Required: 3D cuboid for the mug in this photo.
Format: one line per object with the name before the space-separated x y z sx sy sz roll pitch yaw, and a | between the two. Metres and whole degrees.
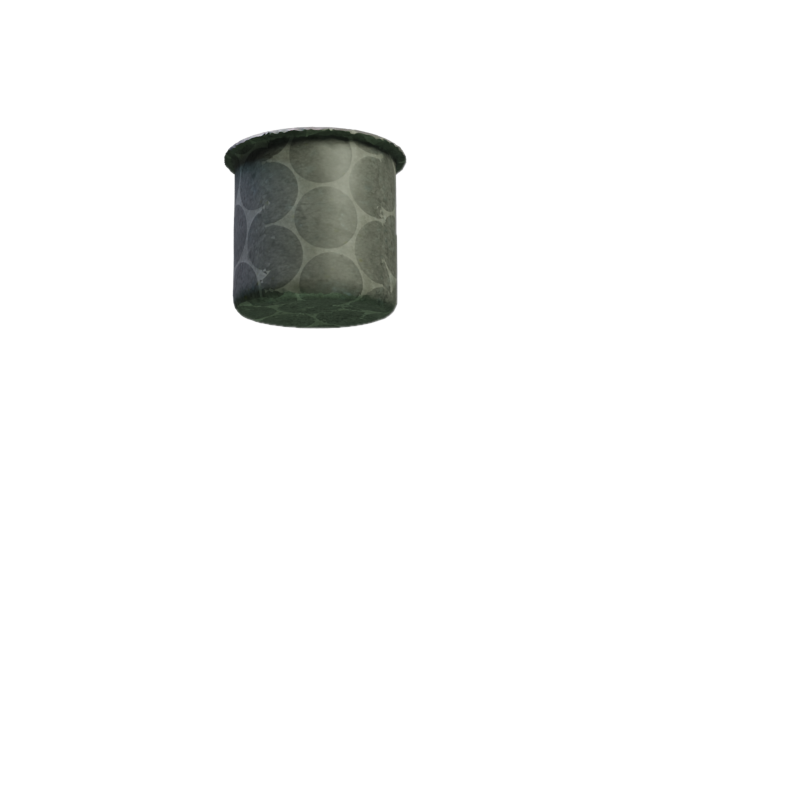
mug | -0.044 -0.081 0.568 0.092 0.084 0.115 1 -11 -8
